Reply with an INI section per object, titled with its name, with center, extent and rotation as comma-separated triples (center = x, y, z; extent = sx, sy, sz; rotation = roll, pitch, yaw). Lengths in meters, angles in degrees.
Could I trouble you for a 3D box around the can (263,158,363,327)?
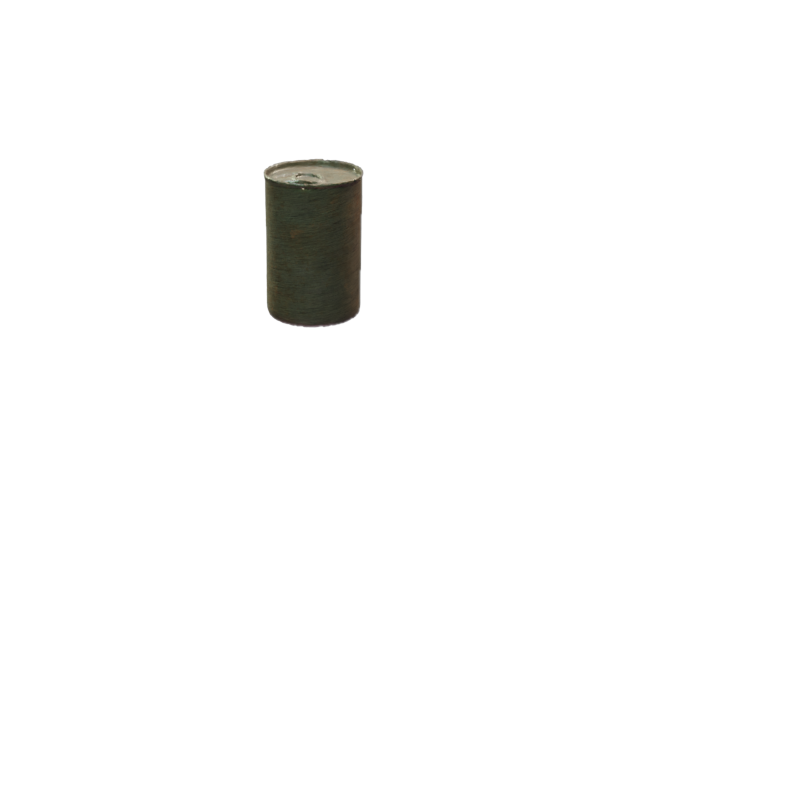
[can]
center = -0.060, -0.110, 0.768
extent = 0.068, 0.098, 0.072
rotation = 0, 21, -2
